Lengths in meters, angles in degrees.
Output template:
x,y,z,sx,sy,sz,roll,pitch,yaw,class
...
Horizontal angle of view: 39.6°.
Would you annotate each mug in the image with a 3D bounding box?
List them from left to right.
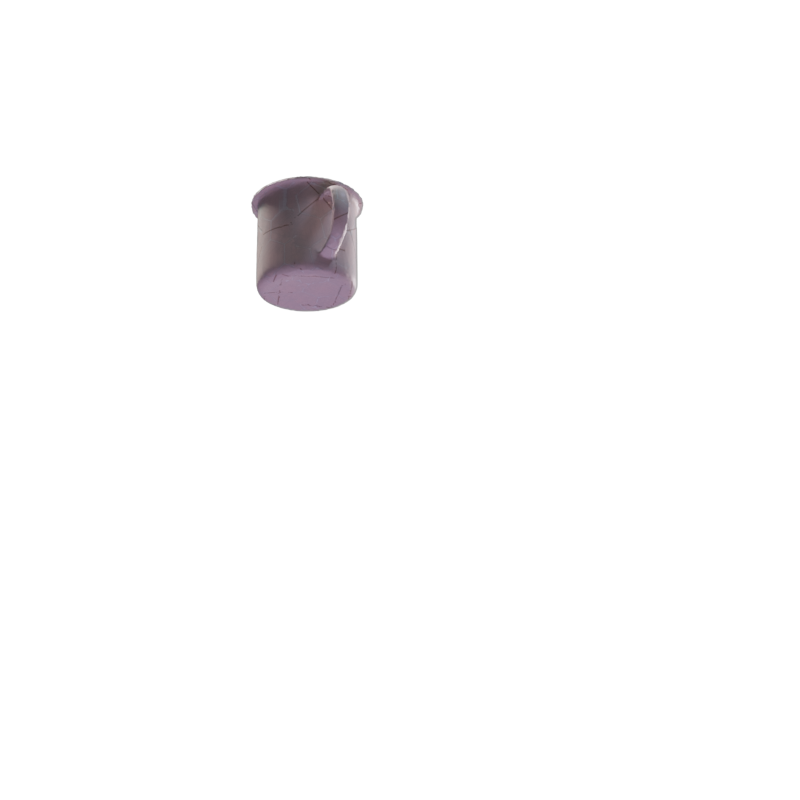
x,y,z,sx,sy,sz,roll,pitch,yaw,class
-0.070,-0.127,0.891,0.089,0.086,0.115,12,-26,-26,mug
